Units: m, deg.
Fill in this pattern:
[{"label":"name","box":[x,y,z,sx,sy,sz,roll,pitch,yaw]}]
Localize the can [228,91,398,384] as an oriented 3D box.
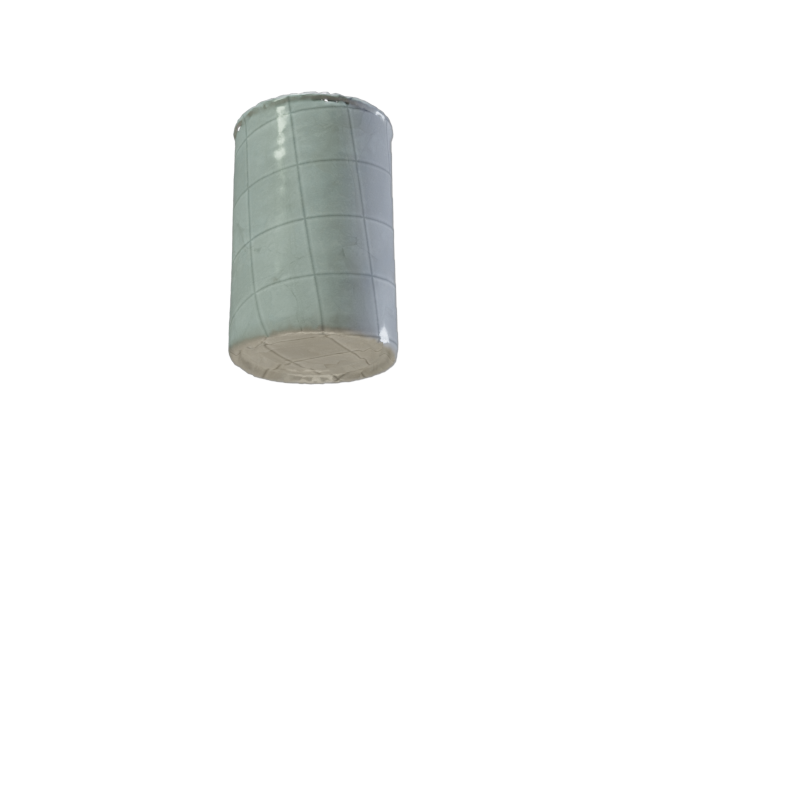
[{"label":"can","box":[-0.035,-0.065,0.452,0.068,0.108,0.065,0,-21,-2]}]
